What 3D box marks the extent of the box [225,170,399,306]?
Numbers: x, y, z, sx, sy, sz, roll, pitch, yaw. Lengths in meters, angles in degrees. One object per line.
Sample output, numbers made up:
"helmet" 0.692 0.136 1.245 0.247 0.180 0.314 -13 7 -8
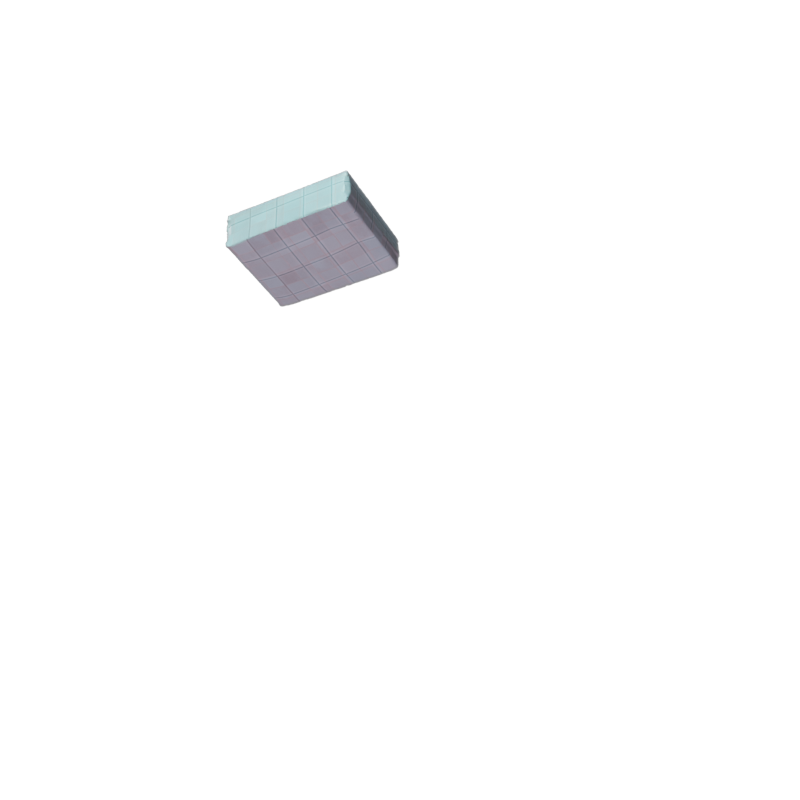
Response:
"box" -0.070 -0.127 0.890 0.114 0.042 0.083 -18 -43 20
